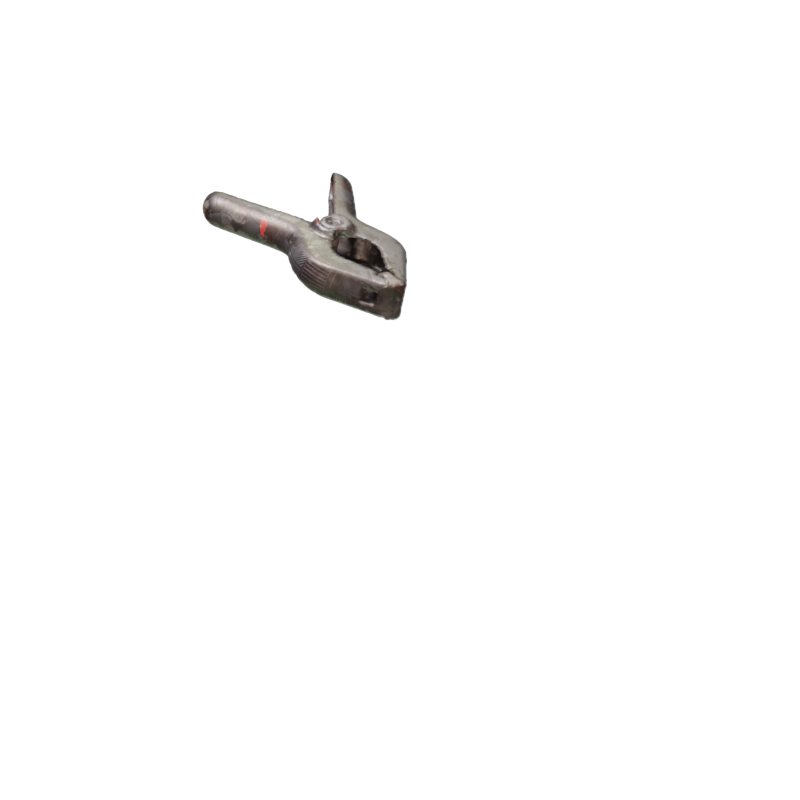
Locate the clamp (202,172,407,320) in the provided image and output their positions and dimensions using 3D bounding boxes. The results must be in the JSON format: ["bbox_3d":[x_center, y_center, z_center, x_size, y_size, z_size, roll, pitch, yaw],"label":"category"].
[{"bbox_3d":[-0.060,-0.109,0.762,0.118,0.037,0.185,-14,37,-20],"label":"clamp"}]
